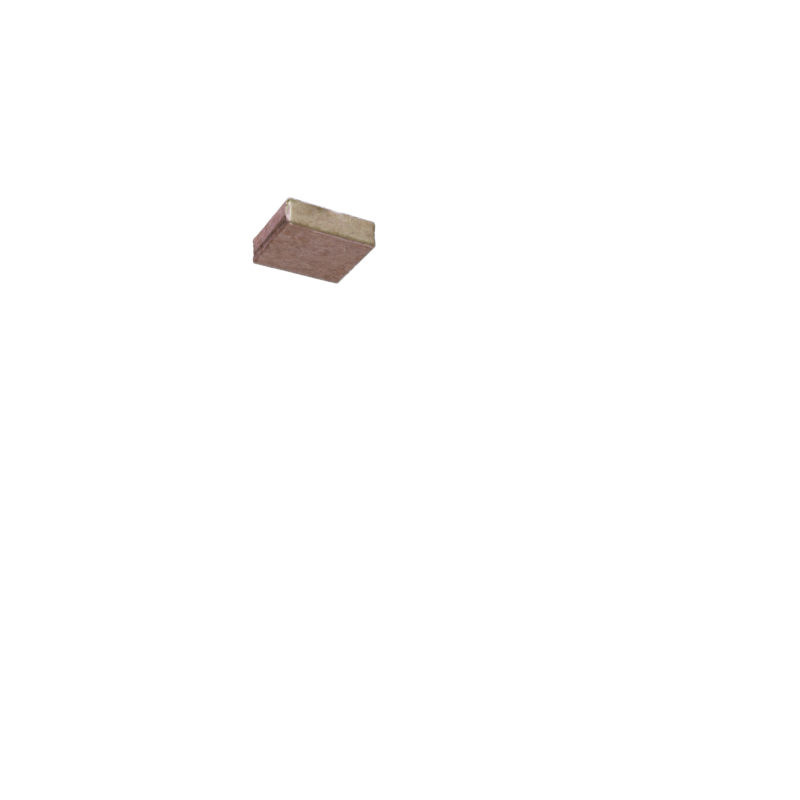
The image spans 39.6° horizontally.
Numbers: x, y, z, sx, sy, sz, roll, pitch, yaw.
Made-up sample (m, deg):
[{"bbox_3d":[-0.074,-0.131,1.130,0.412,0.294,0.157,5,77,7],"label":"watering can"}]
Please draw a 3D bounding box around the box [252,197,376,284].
[{"bbox_3d":[-0.077,-0.141,0.986,0.086,0.032,0.071,14,-31,-25],"label":"box"}]
